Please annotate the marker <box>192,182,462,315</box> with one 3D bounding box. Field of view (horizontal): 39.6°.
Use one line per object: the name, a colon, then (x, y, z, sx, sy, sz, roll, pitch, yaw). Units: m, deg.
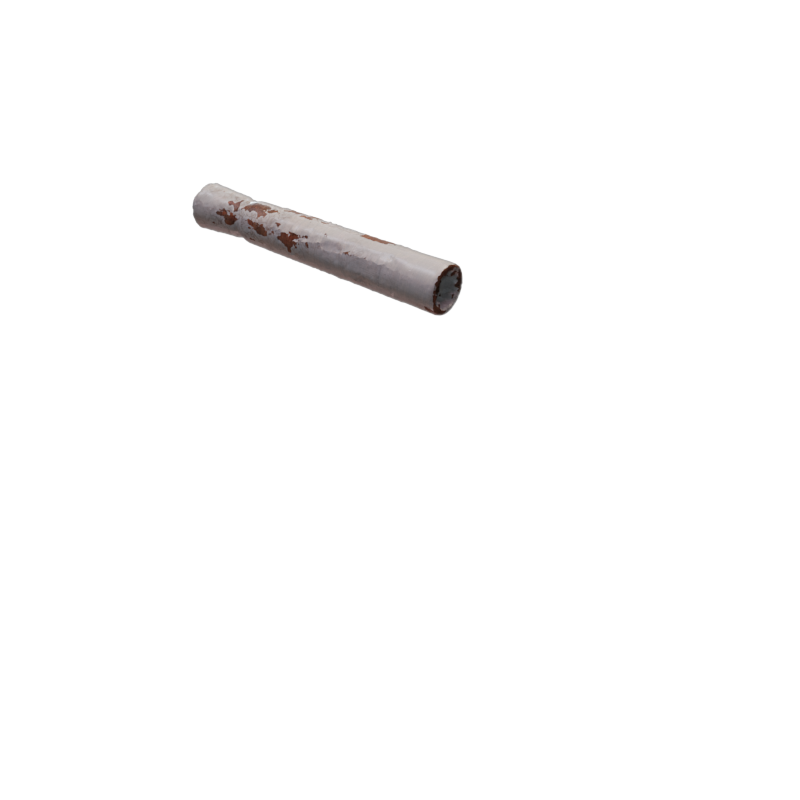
marker: (-0.032, -0.059, 0.410, 0.128, 0.019, 0.019, 24, 17, 34)
